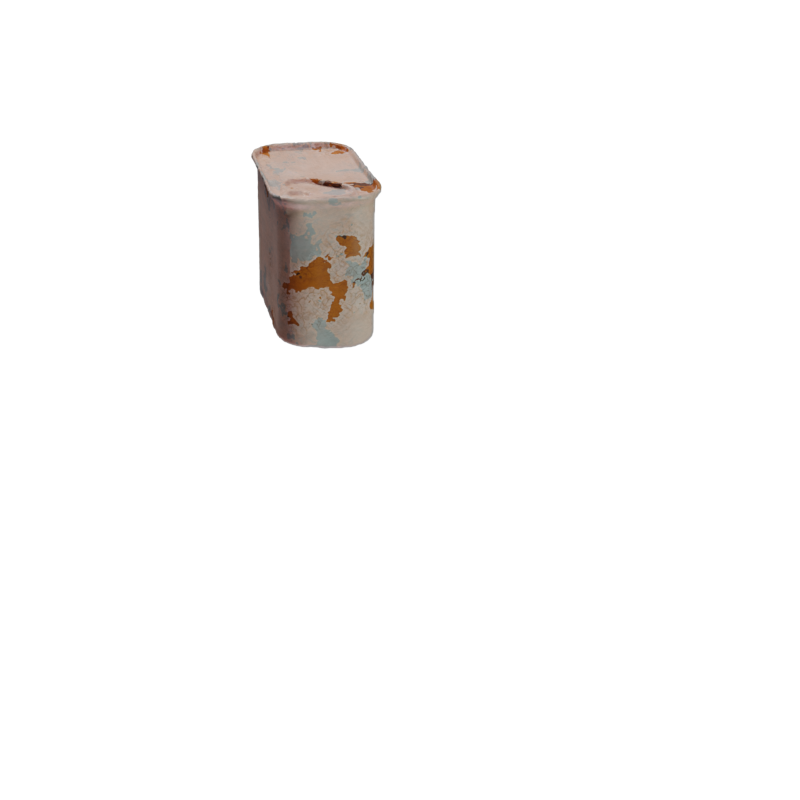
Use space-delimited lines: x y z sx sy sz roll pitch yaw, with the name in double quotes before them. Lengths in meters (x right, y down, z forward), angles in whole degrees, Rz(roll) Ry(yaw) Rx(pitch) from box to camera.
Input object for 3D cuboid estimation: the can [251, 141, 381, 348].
"can" -0.047 -0.085 0.597 0.057 0.080 0.109 -4 26 -13
